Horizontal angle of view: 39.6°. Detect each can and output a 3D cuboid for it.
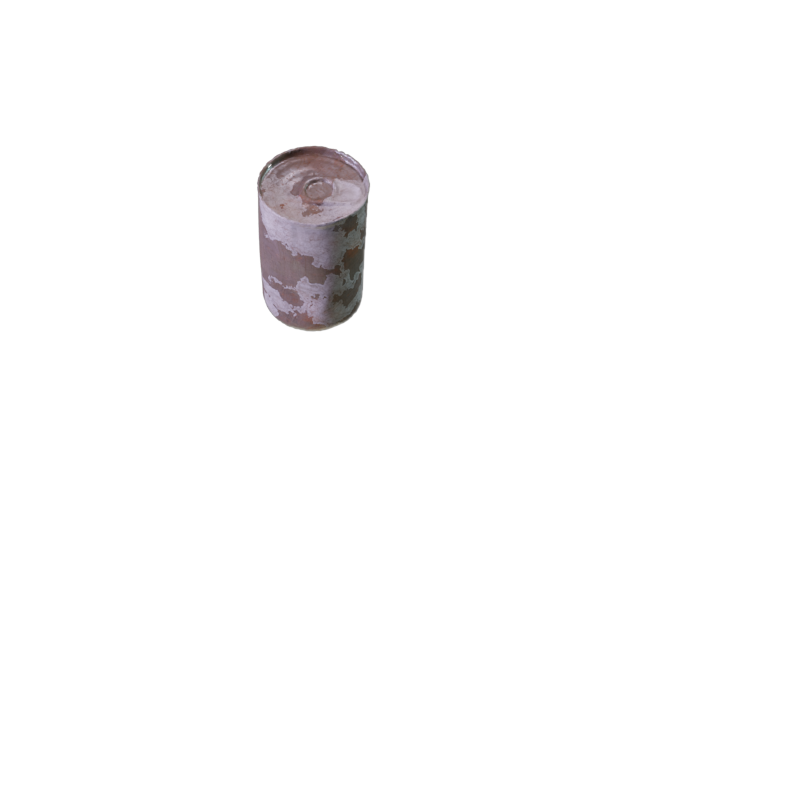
[{"bbox_3d":[-0.055,-0.100,0.700,0.068,0.074,0.095,0,-39,-3],"label":"can"}]
